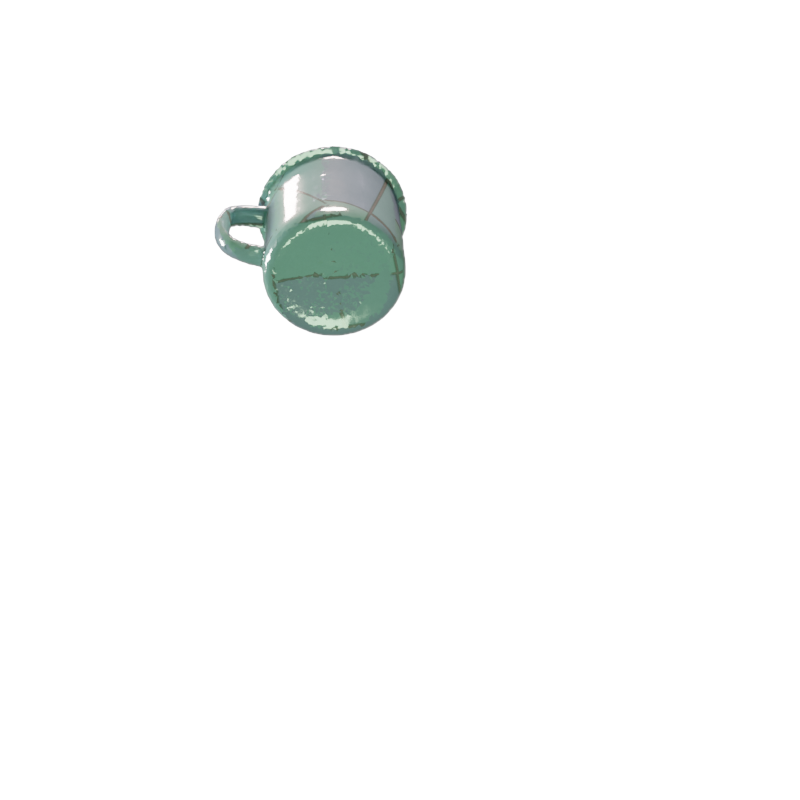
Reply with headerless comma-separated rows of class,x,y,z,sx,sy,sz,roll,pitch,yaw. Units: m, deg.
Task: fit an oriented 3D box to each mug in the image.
mug,-0.051,-0.094,0.655,0.116,0.089,0.087,9,31,-7
